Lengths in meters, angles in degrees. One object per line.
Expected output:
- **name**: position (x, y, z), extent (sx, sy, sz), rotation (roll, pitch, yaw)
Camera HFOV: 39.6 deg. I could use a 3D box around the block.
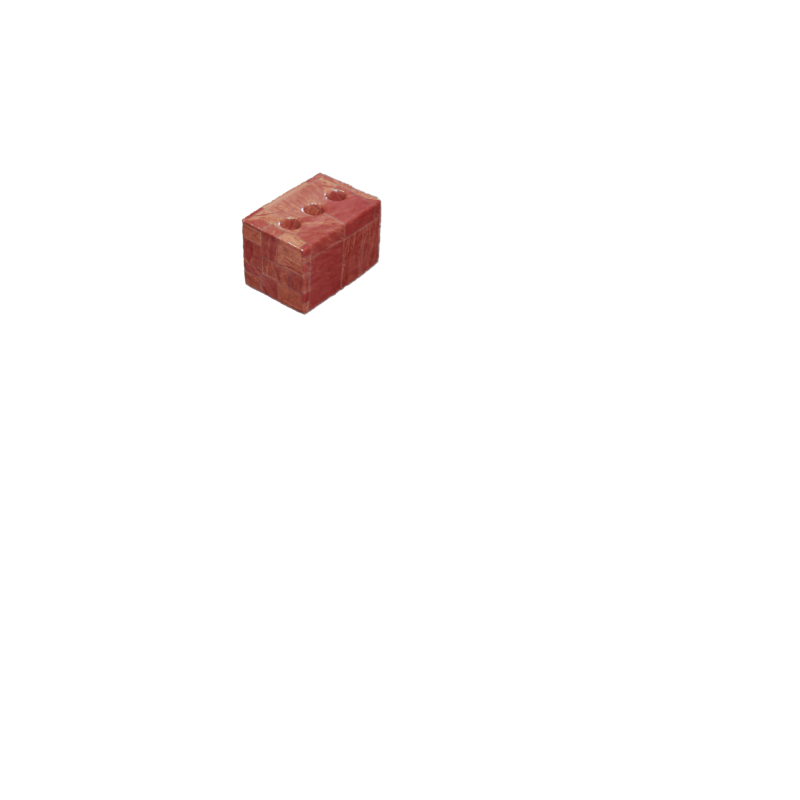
- **block**: position (-0.055, -0.101, 0.705), extent (0.056, 0.048, 0.079), rotation (26, 45, 28)
